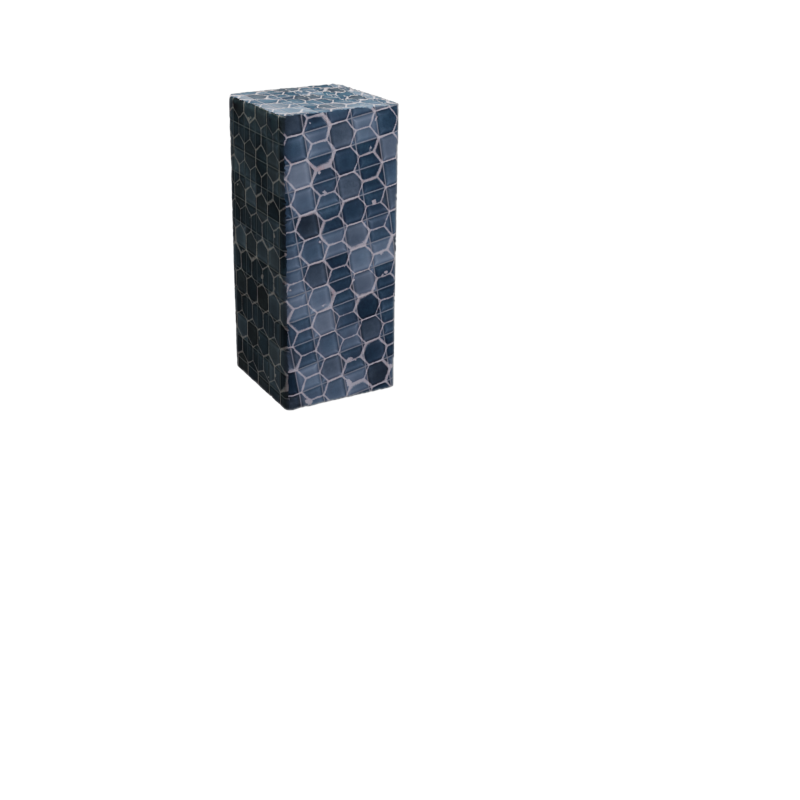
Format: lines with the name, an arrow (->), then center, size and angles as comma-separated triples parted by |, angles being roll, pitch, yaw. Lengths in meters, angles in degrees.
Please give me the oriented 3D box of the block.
block -> -0.062, -0.112, 0.784 | 0.088, 0.197, 0.097 | -10, 23, -28
